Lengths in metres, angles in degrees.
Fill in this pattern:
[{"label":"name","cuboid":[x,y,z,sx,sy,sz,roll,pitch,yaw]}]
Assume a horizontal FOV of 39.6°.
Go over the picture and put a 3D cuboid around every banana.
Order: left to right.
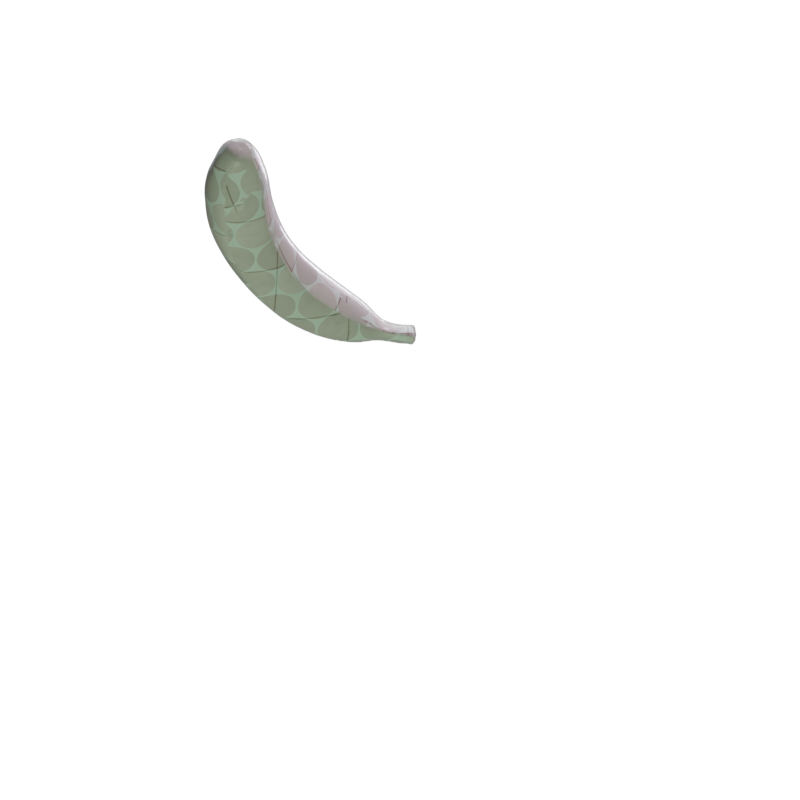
[{"label":"banana","cuboid":[-0.063,-0.082,0.624,0.070,0.039,0.183,-17,-34,24]}]
